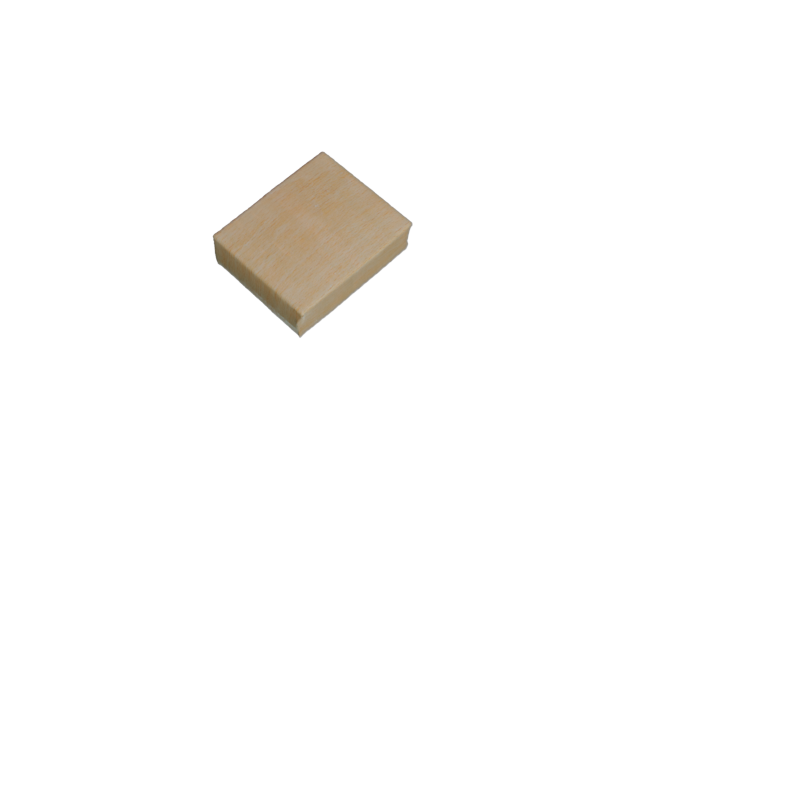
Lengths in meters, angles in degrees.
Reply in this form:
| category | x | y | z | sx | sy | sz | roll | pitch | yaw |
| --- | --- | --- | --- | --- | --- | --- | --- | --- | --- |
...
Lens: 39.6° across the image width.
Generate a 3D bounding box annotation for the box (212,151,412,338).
| category | x | y | z | sx | sy | sz | roll | pitch | yaw |
| --- | --- | --- | --- | --- | --- | --- | --- | --- | --- |
| box | -0.061 | -0.112 | 0.784 | 0.095 | 0.115 | 0.036 | 39 | -23 | 20 |
